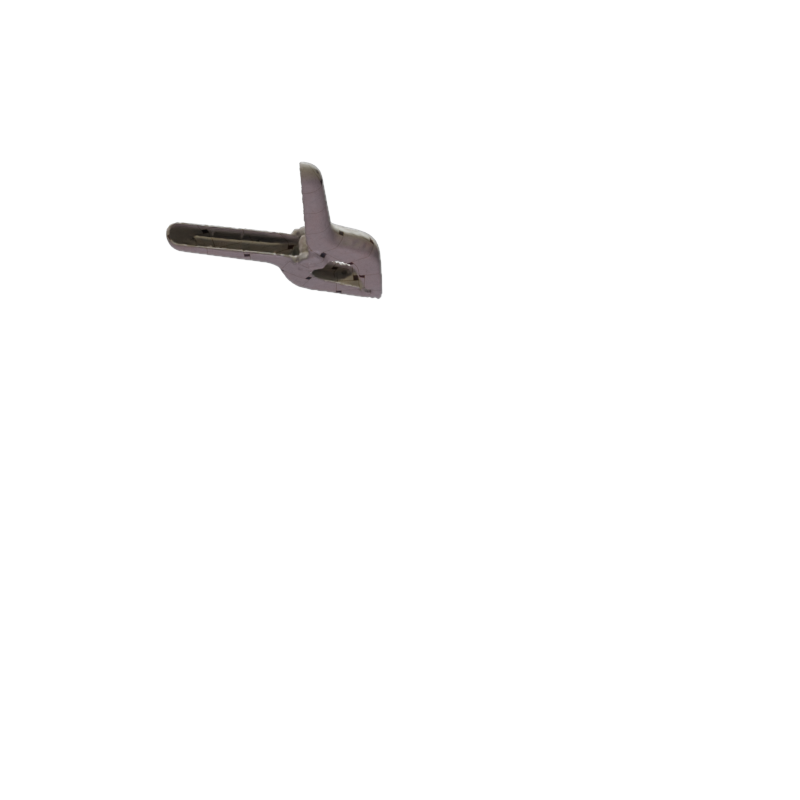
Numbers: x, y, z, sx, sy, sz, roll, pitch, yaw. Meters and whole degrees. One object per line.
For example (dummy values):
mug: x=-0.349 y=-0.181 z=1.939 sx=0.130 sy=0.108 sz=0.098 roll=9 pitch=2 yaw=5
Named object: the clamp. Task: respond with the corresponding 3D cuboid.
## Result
clamp: x=-0.076 y=-0.140 z=0.977 sx=0.166 sy=0.038 sz=0.197 roll=-21 pitch=-30 yaw=41
